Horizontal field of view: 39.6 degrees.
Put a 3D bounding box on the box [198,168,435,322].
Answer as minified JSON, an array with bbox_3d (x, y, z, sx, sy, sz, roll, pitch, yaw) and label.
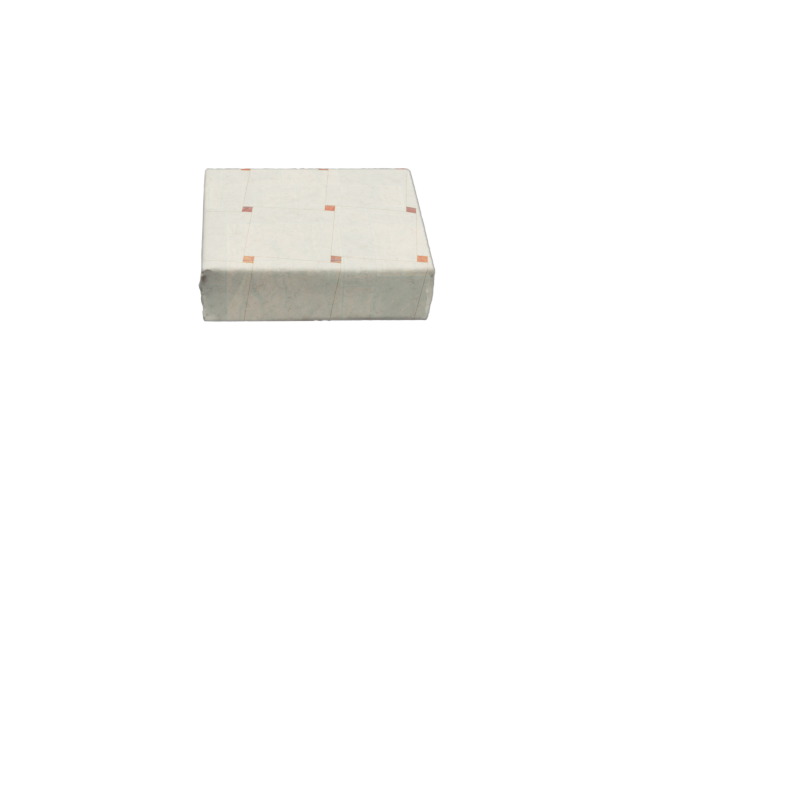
[{"bbox_3d":[-0.044,-0.080,0.562,0.113,0.036,0.097,-3,39,-4],"label":"box"}]
